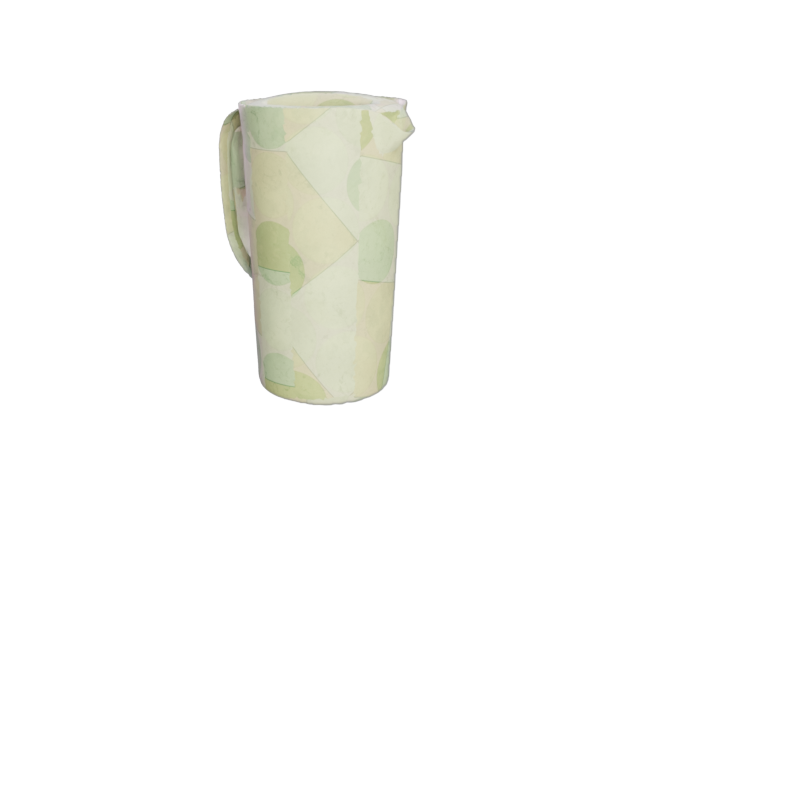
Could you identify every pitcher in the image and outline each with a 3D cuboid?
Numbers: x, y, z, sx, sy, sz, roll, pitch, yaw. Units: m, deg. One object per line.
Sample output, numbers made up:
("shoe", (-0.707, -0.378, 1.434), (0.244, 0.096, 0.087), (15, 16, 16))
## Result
("pitcher", (-0.070, -0.128, 0.900), (0.143, 0.236, 0.156), (-2, 14, -10))
